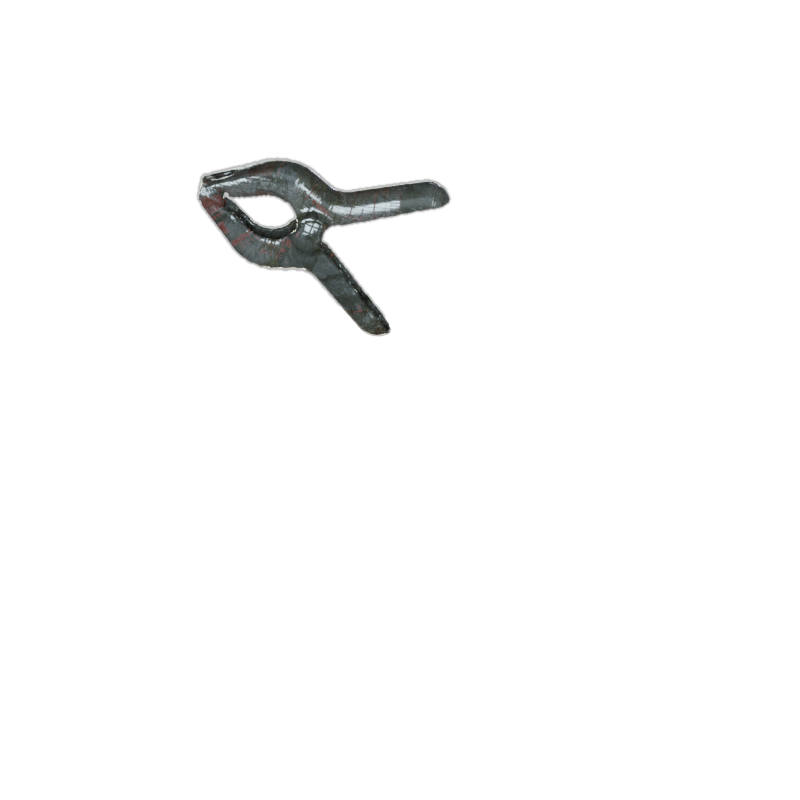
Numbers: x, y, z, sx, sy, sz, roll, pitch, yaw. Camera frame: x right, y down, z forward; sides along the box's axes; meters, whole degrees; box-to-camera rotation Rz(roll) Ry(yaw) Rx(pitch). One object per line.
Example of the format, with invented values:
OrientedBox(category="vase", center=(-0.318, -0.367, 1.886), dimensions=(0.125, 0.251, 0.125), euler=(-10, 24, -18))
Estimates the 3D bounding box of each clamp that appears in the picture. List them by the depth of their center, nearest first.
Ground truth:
OrientedBox(category="clamp", center=(-0.061, -0.111, 0.778), dimensions=(0.170, 0.117, 0.041), euler=(12, 15, -3))
